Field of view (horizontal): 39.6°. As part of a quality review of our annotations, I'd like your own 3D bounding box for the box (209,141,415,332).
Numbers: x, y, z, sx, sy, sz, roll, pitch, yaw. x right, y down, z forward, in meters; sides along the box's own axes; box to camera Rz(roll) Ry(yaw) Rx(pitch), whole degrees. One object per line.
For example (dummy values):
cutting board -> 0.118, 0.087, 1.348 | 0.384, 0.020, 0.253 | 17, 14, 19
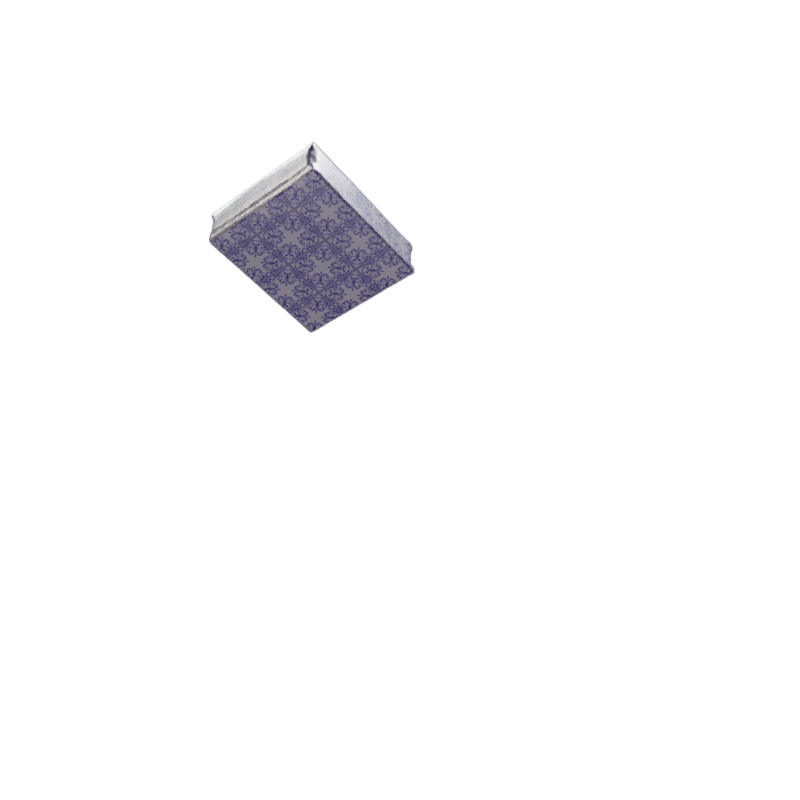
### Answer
box -> -0.047, -0.086, 0.600 | 0.073, 0.032, 0.083 | -31, -55, 24
